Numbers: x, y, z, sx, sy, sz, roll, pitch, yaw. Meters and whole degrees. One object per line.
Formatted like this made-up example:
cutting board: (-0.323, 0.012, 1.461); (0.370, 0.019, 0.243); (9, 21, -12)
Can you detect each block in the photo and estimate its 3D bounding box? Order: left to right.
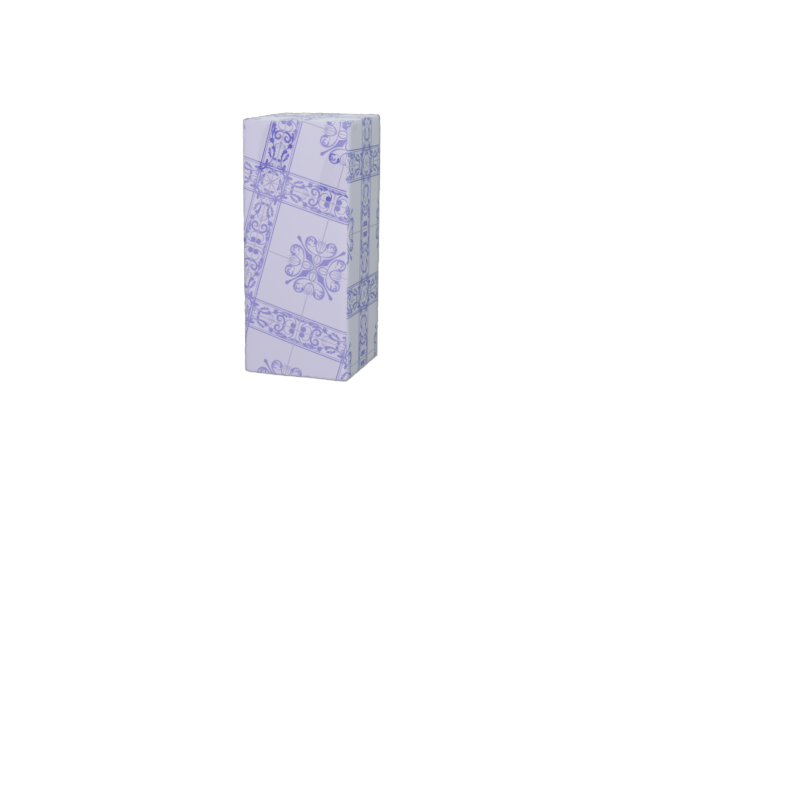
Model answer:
block: (-0.071, -0.130, 0.911); (0.093, 0.201, 0.091); (4, 12, 18)
